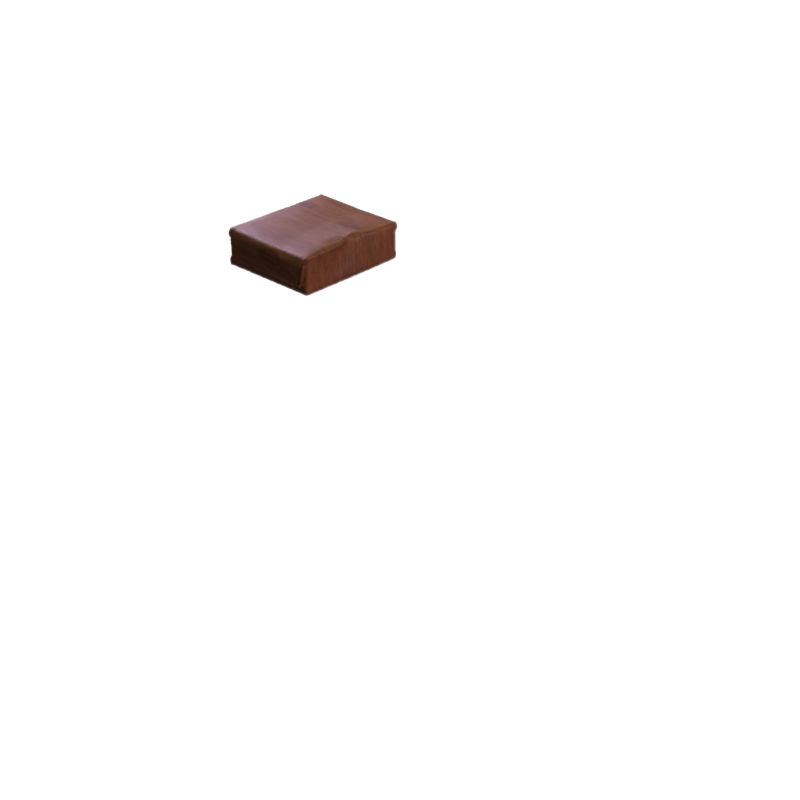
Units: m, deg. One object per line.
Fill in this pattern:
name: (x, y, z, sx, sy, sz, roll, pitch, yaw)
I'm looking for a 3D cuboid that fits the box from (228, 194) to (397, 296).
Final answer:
box: (-0.058, -0.105, 0.739, 0.078, 0.028, 0.089, 25, 38, 37)
